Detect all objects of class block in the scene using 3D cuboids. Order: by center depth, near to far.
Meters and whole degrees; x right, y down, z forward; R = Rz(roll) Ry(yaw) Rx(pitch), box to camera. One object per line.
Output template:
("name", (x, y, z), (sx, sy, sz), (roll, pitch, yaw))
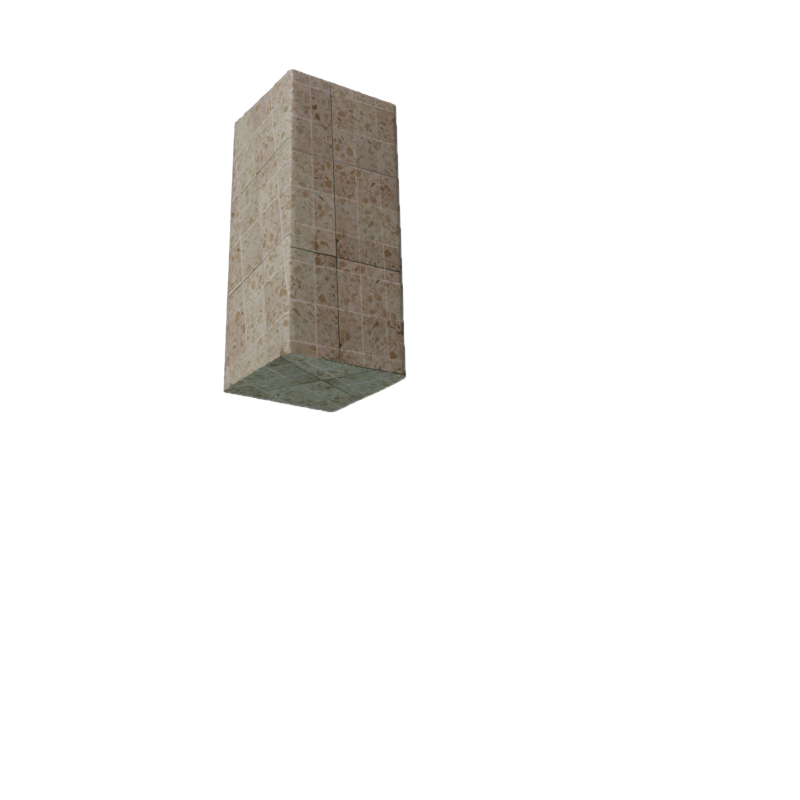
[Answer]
("block", (-0.060, -0.108, 0.761), (0.086, 0.218, 0.089), (14, -28, -31))
